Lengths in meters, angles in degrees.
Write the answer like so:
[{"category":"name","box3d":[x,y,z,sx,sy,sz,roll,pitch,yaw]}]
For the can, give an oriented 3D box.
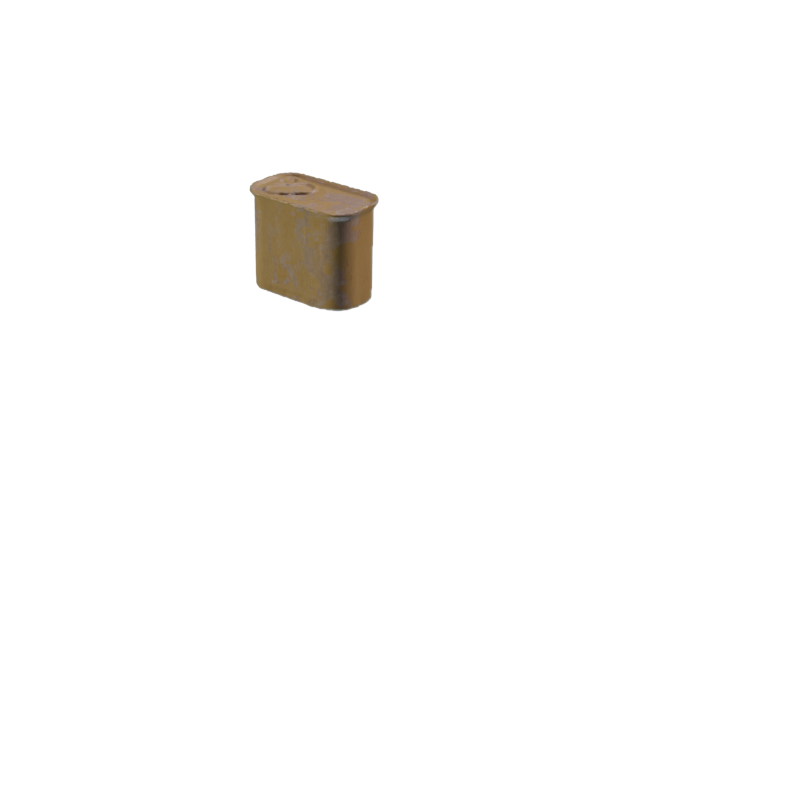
[{"category":"can","box3d":[-0.068,-0.124,0.868,0.108,0.079,0.057,21,32,33]}]
